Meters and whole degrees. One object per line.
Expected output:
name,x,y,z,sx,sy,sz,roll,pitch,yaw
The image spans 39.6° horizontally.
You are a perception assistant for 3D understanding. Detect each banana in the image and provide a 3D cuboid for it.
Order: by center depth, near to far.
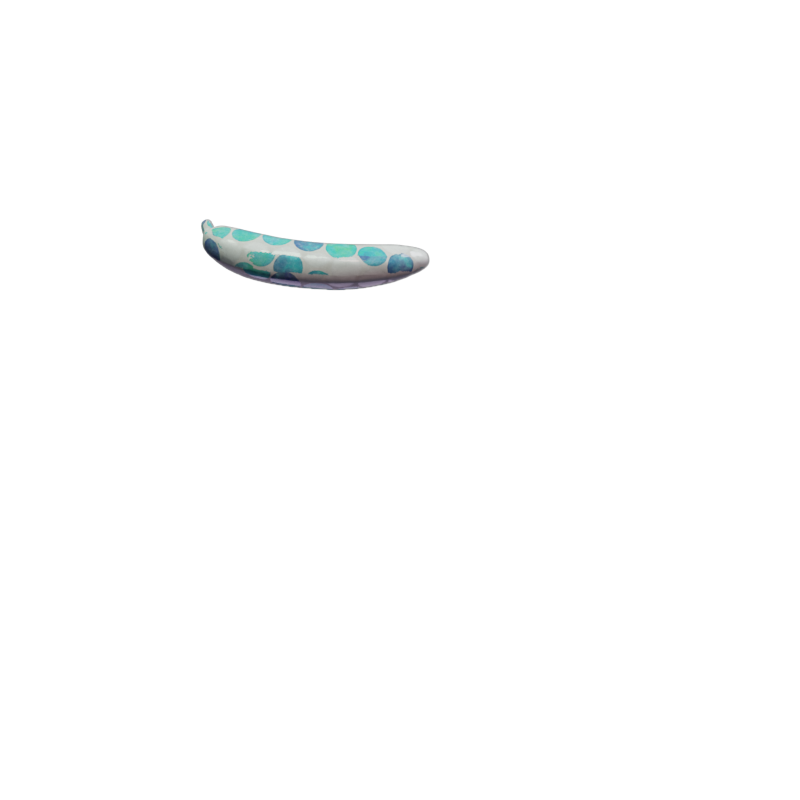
banana,-0.079,-0.117,0.890,0.202,0.034,0.073,11,42,13
